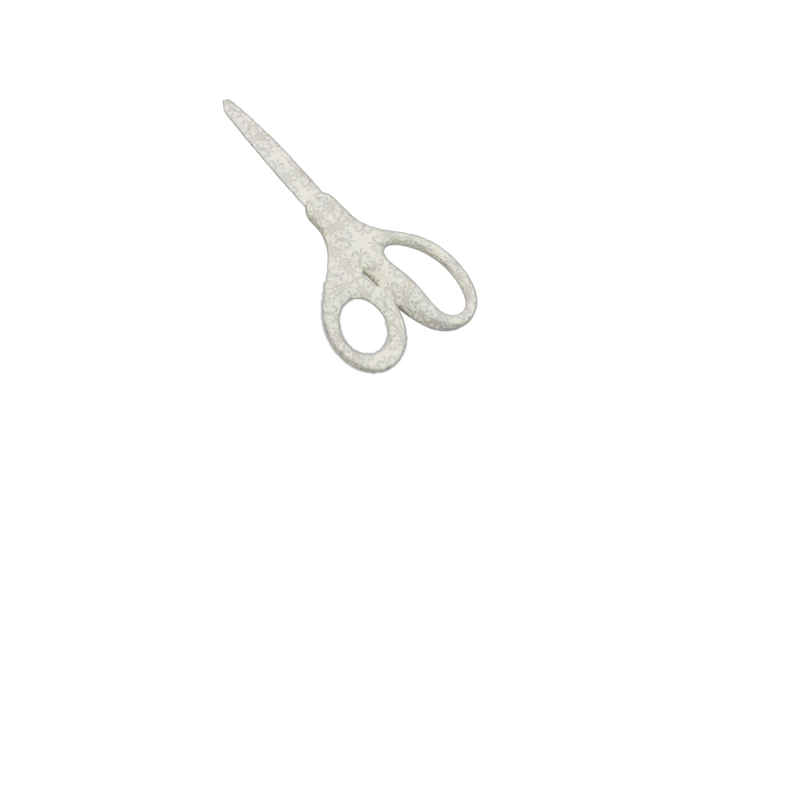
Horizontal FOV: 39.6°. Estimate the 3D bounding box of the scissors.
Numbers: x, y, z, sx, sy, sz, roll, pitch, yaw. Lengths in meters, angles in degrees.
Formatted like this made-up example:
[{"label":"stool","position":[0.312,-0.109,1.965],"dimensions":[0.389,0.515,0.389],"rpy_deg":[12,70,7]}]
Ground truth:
[{"label":"scissors","position":[-0.051,-0.093,0.648],"dimensions":[0.208,0.098,0.015],"rpy_deg":[34,-19,13]}]
